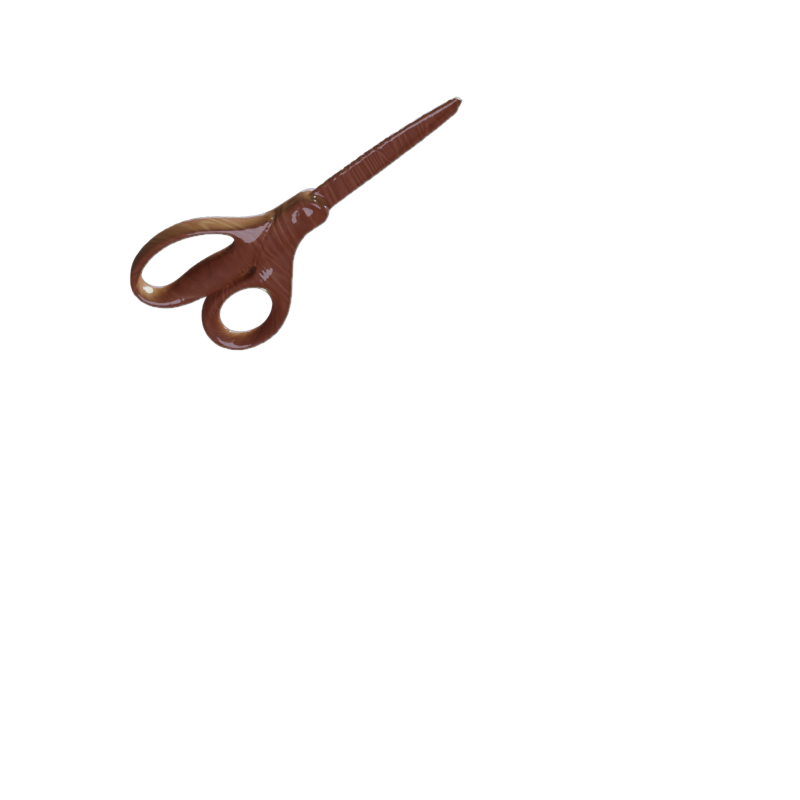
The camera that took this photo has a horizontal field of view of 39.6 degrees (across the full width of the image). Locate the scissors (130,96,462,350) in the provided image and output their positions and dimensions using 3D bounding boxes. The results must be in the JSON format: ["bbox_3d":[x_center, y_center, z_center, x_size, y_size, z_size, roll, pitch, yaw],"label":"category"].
[{"bbox_3d":[-0.045,-0.083,0.580,0.203,0.089,0.017,-19,38,15],"label":"scissors"}]
